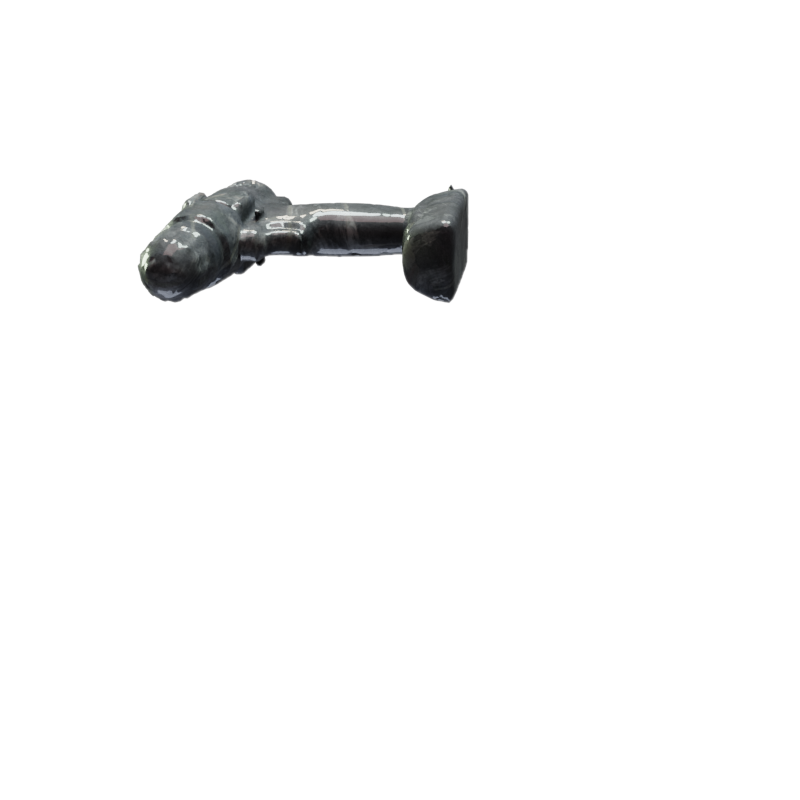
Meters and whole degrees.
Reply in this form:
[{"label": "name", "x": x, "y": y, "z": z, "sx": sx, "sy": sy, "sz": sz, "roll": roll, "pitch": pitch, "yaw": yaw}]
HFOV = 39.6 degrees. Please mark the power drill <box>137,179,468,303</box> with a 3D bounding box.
[{"label": "power drill", "x": -0.055, "y": -0.100, "z": 0.703, "sx": 0.191, "sy": 0.055, "sz": 0.190, "roll": 5, "pitch": 24, "yaw": 11}]
